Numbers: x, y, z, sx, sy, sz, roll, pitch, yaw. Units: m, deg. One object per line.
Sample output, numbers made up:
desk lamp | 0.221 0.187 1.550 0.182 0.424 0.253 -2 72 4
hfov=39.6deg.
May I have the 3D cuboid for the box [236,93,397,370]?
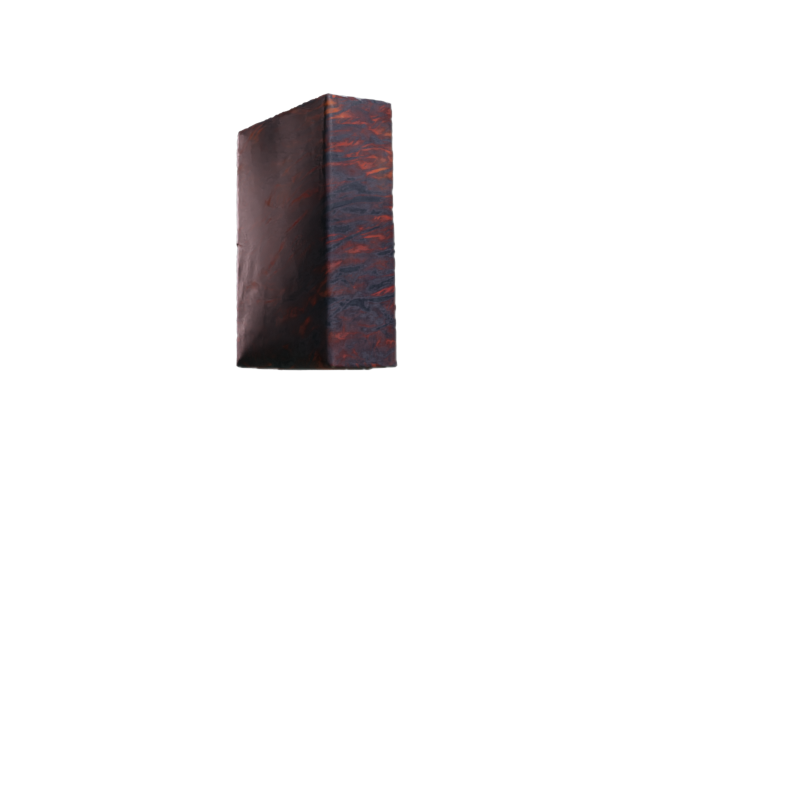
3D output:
box | -0.073 -0.133 0.929 0.069 0.217 0.168 3 -5 -33
